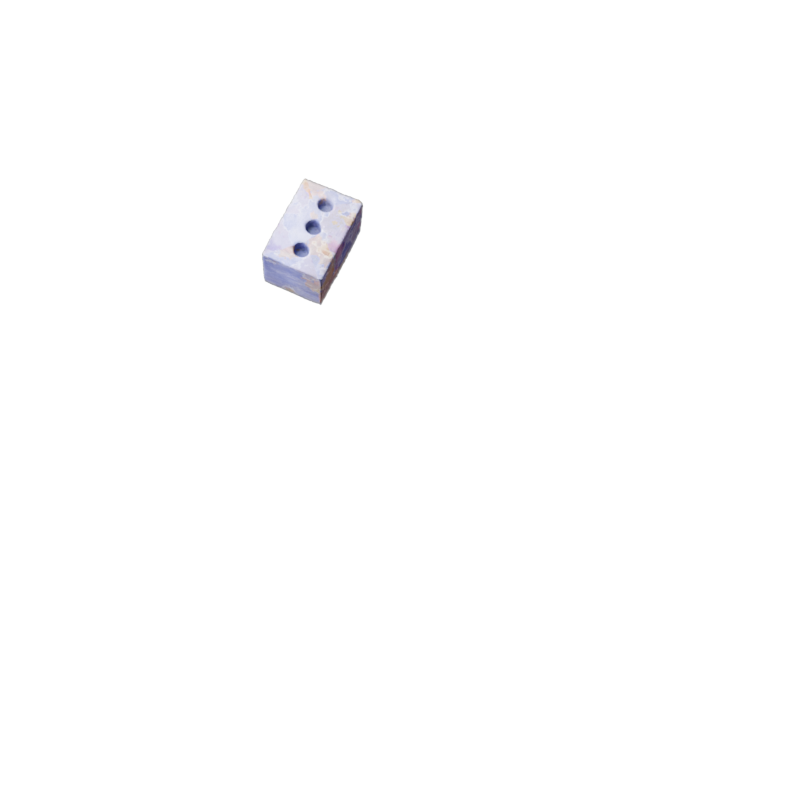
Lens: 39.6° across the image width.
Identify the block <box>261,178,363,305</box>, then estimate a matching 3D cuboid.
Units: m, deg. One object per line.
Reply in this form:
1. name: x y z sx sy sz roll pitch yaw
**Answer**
1. block: -0.069 -0.125 0.877 0.054 0.081 0.049 22 -23 8
